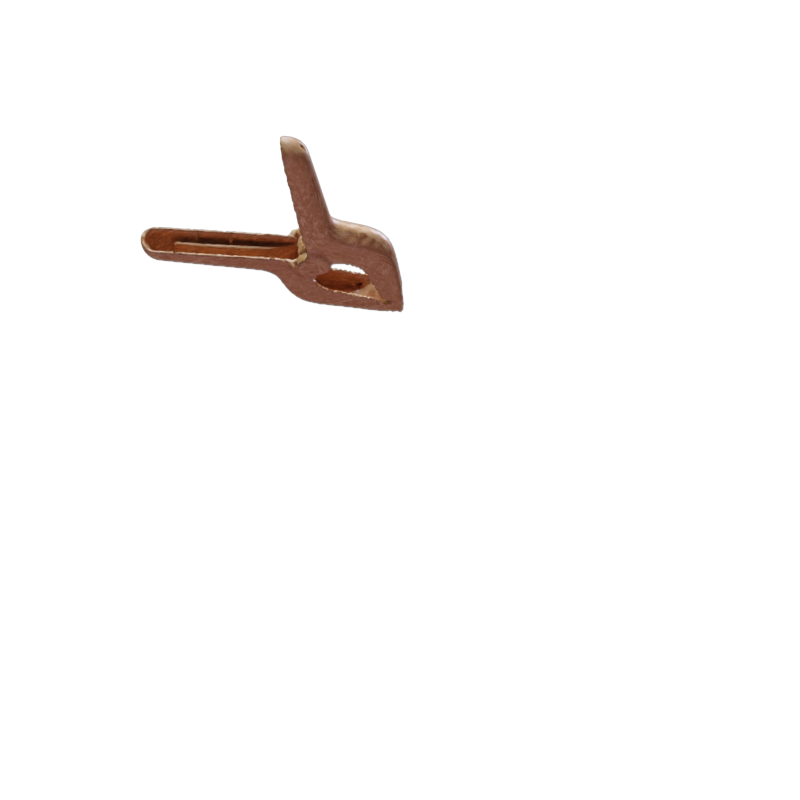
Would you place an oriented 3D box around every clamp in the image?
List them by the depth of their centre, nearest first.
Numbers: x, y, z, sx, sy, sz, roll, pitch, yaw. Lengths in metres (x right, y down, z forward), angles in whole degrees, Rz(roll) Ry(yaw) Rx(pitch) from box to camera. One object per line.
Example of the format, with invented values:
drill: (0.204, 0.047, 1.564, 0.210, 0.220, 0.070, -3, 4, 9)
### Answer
clamp: (-0.065, -0.119, 0.831, 0.198, 0.039, 0.163, 21, -35, -34)
